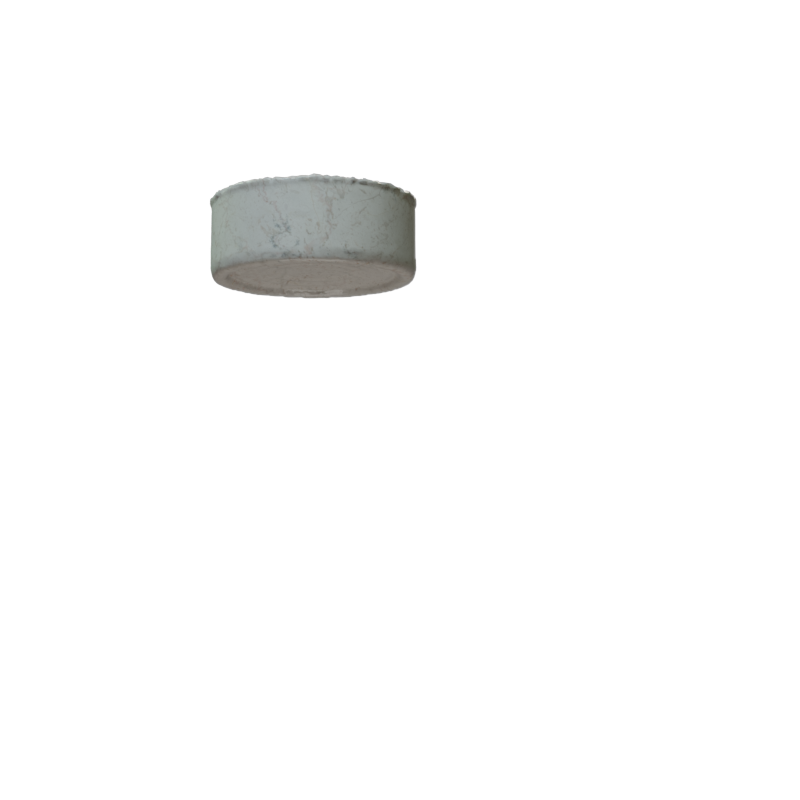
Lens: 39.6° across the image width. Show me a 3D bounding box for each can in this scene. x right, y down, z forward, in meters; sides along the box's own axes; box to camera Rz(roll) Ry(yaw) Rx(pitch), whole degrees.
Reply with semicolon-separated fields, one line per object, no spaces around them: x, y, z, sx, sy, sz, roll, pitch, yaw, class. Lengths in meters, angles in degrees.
-0.036;-0.065;0.458;0.086;0.034;0.084;0;-6;-2;can
